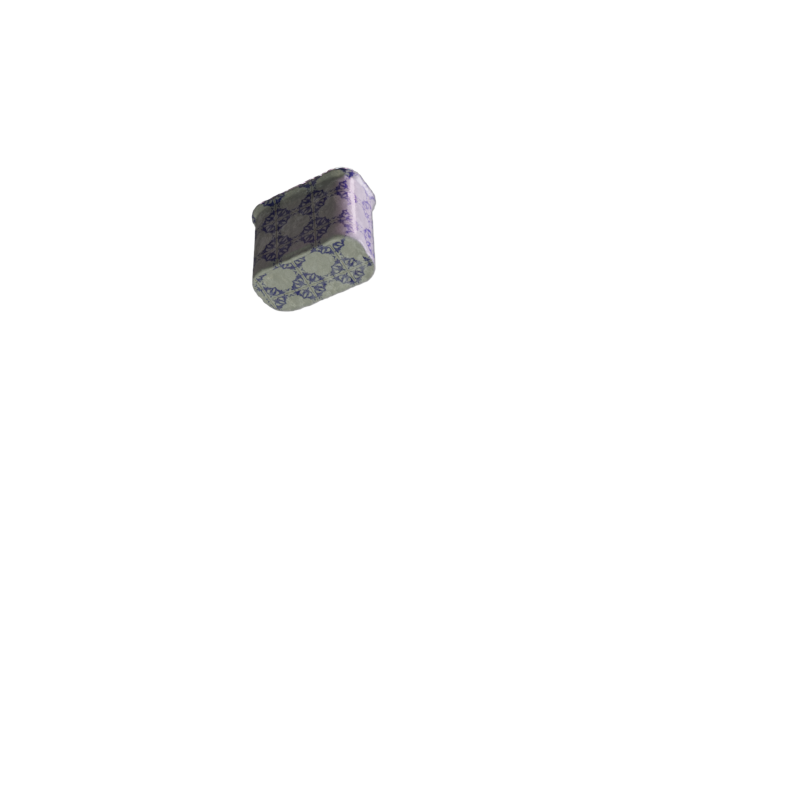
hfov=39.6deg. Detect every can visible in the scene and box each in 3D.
[{"bbox_3d":[-0.069,-0.126,0.882,0.102,0.090,0.053,-22,-48,19],"label":"can"}]
